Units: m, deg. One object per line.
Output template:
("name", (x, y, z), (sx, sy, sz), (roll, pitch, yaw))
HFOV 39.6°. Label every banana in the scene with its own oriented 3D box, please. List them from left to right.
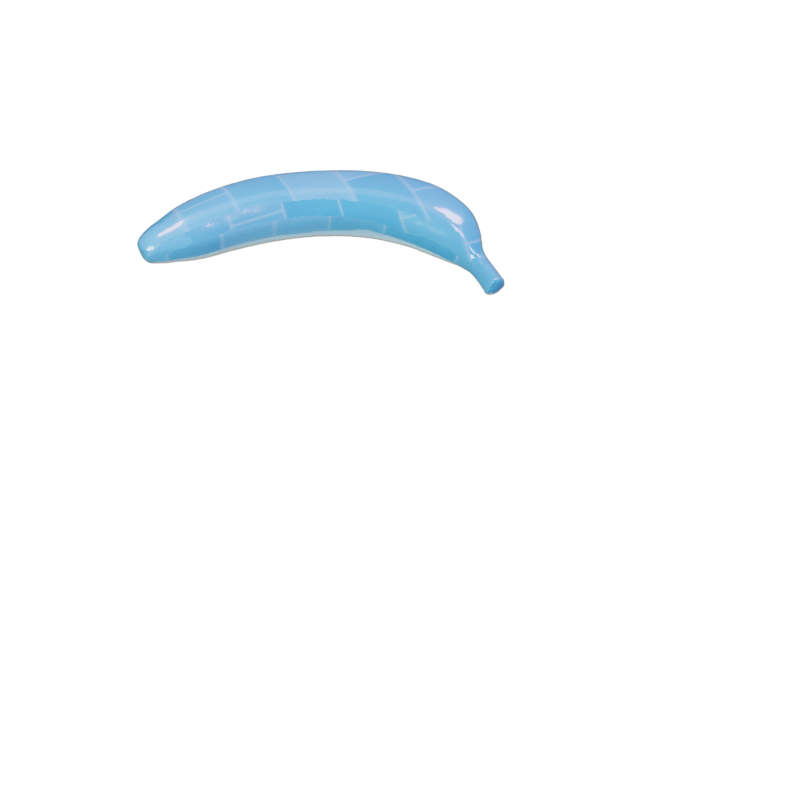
("banana", (-0.042, -0.098, 0.610), (0.199, 0.034, 0.074), (4, 44, 4))
